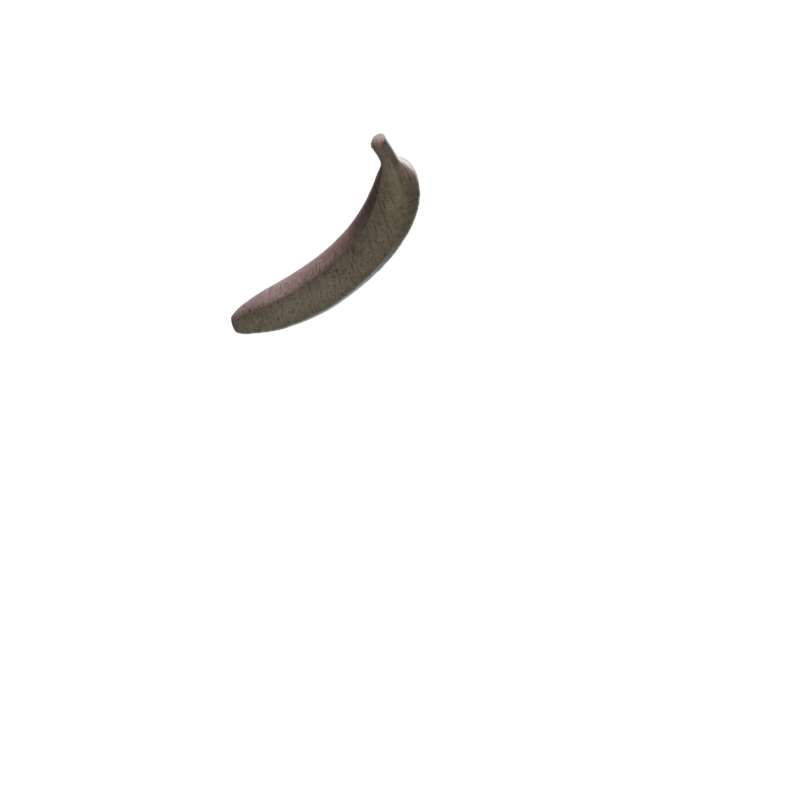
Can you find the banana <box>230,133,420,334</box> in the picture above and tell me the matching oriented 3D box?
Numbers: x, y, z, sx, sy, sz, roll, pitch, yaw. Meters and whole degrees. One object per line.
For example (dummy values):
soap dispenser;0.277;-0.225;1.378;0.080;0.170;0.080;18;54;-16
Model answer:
banana;-0.043;-0.106;0.778;0.067;0.039;0.193;28;-56;-22
